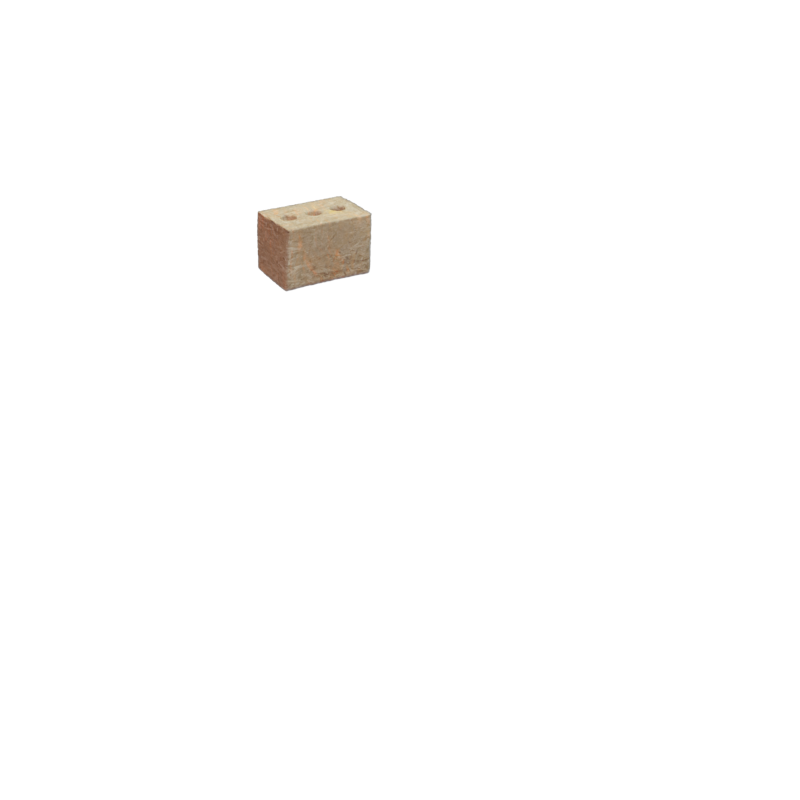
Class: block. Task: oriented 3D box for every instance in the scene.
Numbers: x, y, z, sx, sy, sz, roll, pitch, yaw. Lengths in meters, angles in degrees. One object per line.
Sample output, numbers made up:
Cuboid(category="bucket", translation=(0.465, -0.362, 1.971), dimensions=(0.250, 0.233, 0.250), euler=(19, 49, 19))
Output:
Cuboid(category="block", translation=(-0.069, -0.126, 0.880), dimensions=(0.077, 0.049, 0.057), euler=(-15, 31, -28))
